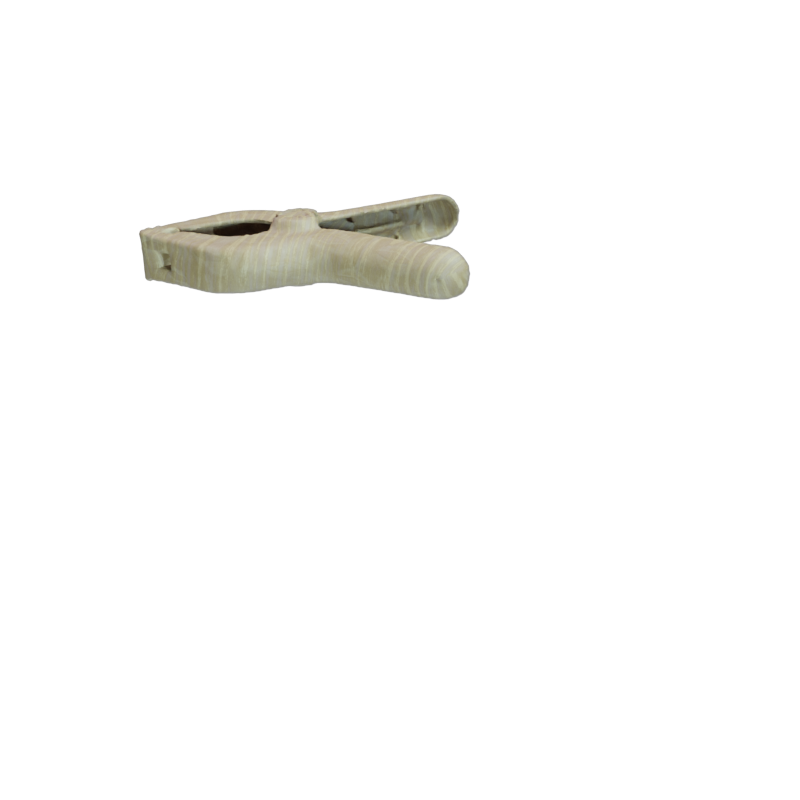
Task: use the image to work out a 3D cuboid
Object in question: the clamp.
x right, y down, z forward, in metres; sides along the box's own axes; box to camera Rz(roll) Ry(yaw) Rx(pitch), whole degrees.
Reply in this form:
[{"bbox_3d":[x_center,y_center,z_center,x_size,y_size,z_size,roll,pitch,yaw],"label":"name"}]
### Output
[{"bbox_3d":[-0.045,-0.082,0.576,0.174,0.038,0.122,4,19,11],"label":"clamp"}]
